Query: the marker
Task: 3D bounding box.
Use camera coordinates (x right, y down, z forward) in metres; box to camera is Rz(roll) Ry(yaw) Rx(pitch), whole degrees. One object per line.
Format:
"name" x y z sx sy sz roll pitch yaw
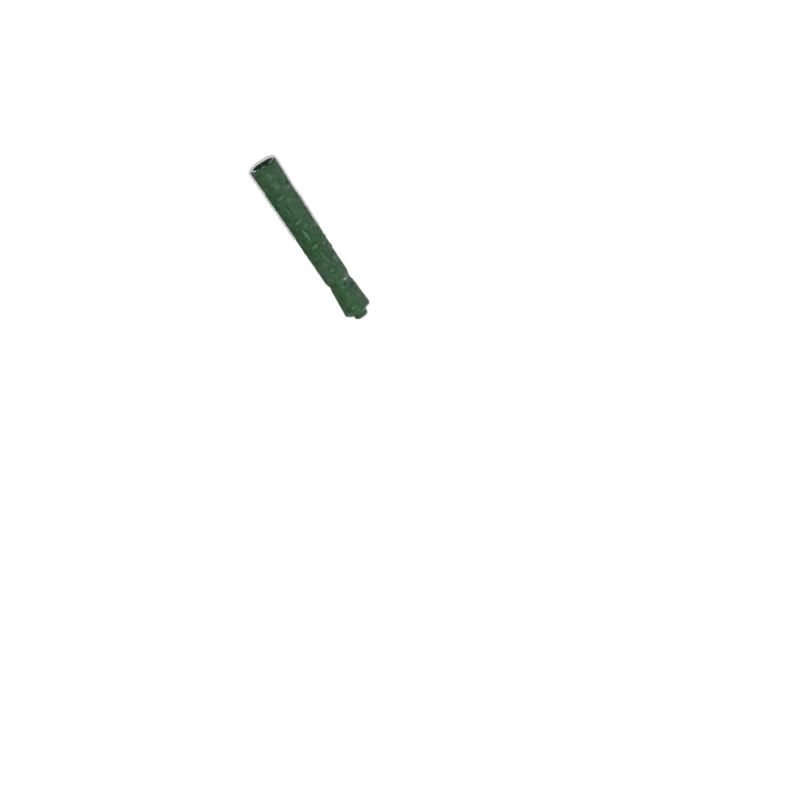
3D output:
"marker" -0.055 -0.101 0.707 0.020 0.115 0.021 -30 19 11
